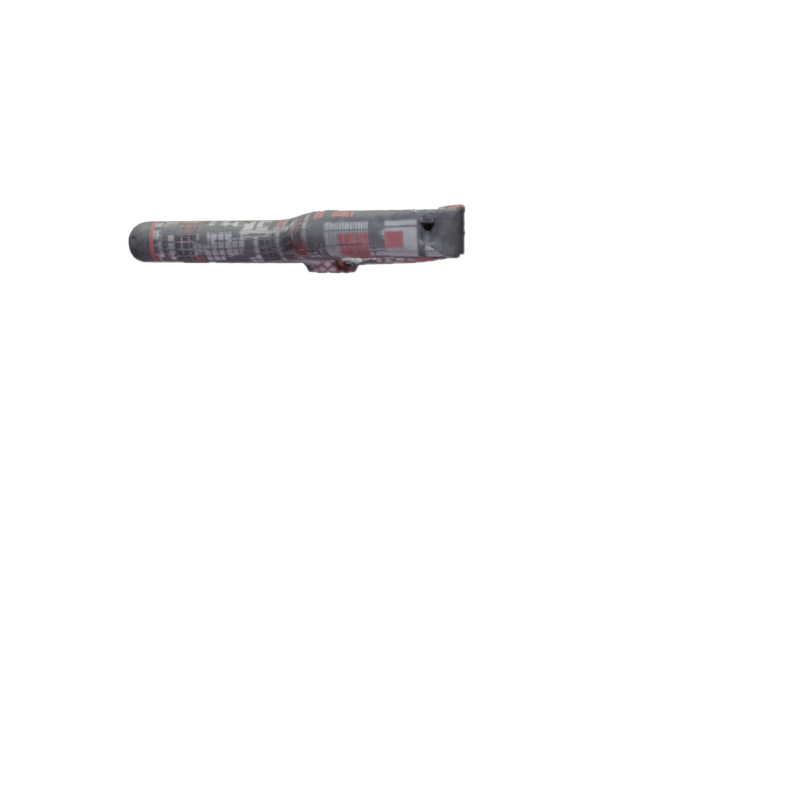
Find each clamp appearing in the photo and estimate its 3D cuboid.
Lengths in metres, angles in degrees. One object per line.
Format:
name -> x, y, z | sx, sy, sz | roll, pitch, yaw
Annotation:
clamp -> -0.051, -0.093, 0.655 | 0.158, 0.036, 0.218 | -3, 5, -37
